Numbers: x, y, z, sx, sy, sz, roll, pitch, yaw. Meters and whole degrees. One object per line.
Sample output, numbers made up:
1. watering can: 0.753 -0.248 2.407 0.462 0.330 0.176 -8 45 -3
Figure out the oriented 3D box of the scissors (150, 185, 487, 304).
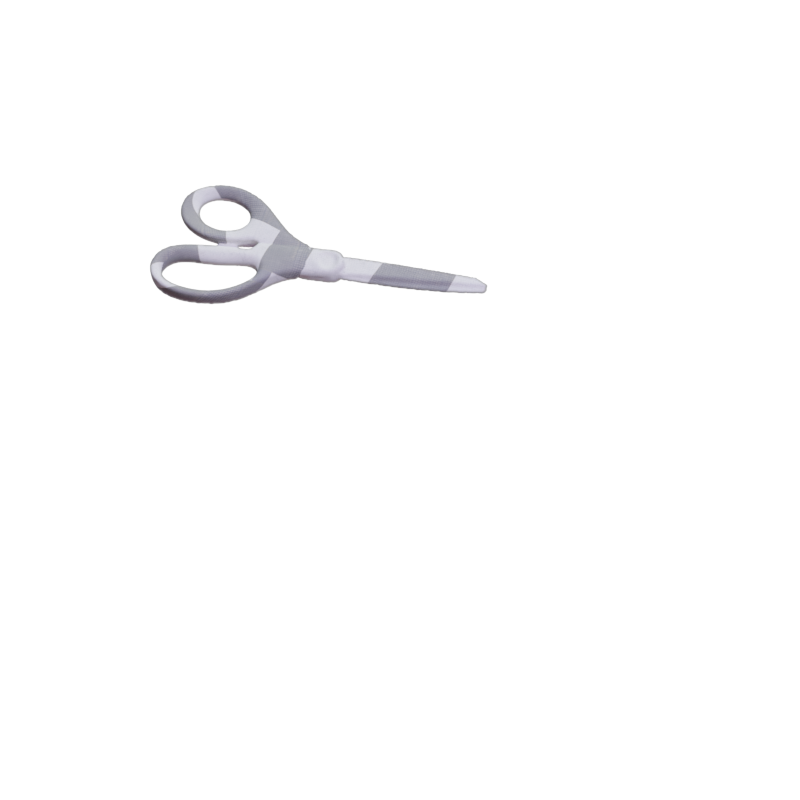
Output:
1. scissors: -0.054 -0.099 0.690 0.201 0.103 0.015 -5 -35 -4
